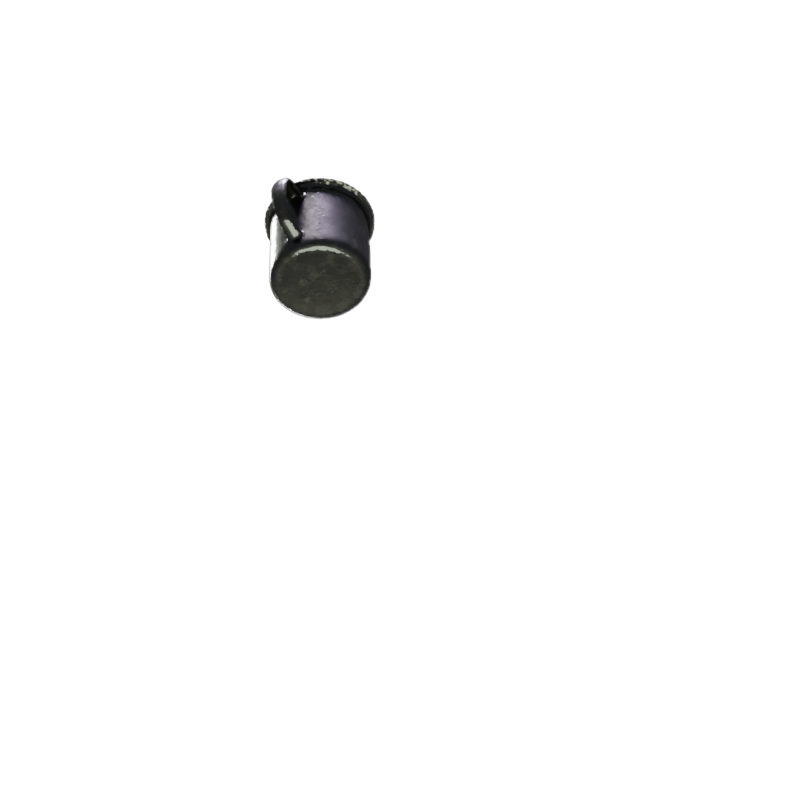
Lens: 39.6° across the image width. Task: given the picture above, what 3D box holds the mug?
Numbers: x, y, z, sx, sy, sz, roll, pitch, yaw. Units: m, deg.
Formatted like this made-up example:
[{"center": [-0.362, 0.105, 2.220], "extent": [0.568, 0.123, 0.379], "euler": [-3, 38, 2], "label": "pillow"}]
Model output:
[{"center": [-0.070, -0.128, 0.899], "extent": [0.094, 0.108, 0.087], "euler": [-20, 39, 15], "label": "mug"}]
